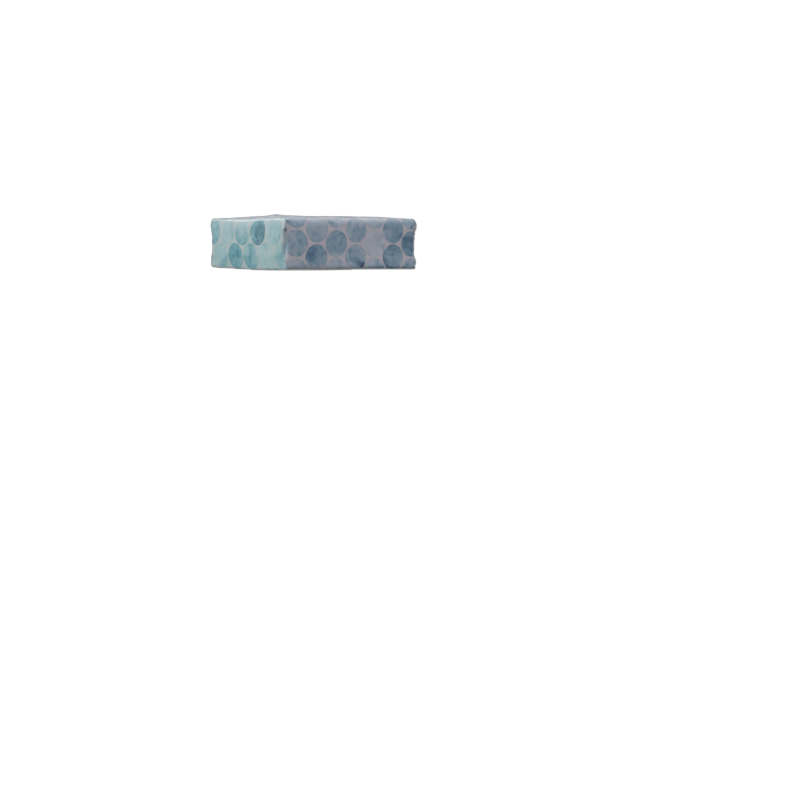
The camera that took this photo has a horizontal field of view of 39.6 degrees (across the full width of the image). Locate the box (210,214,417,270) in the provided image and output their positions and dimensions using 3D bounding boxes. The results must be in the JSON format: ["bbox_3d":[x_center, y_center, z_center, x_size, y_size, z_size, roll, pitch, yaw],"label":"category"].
[{"bbox_3d":[-0.047,-0.086,0.603,0.086,0.030,0.076,-6,10,-38],"label":"box"}]
